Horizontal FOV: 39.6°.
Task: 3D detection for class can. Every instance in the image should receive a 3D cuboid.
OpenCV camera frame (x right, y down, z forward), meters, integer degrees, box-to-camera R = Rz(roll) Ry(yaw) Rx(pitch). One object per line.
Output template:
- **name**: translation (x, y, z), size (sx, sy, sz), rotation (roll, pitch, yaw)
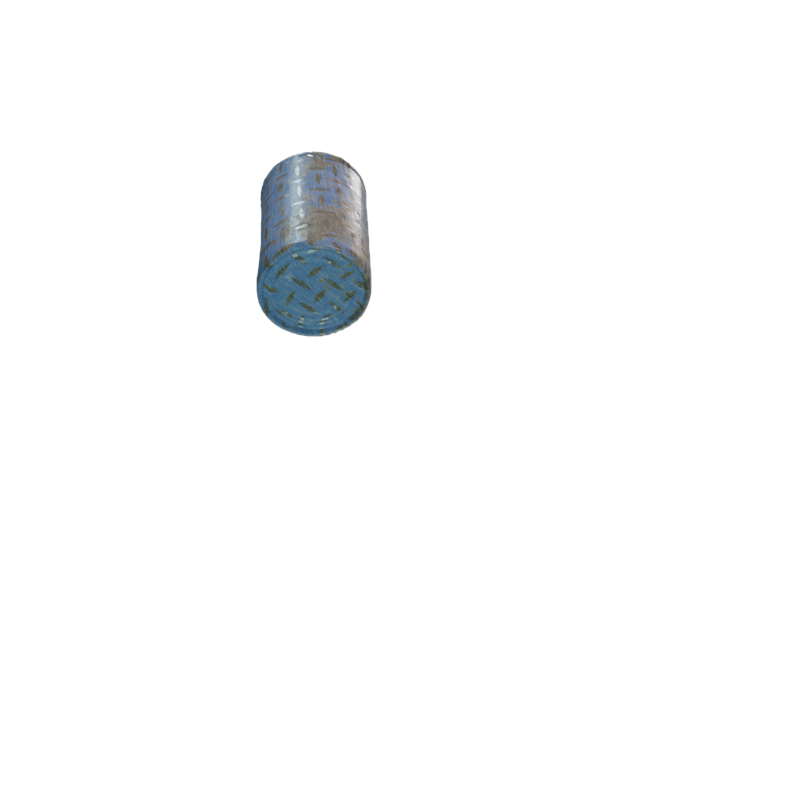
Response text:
- **can**: translation (-0.052, -0.095, 0.668), size (0.068, 0.064, 0.109), rotation (-1, 39, -3)
